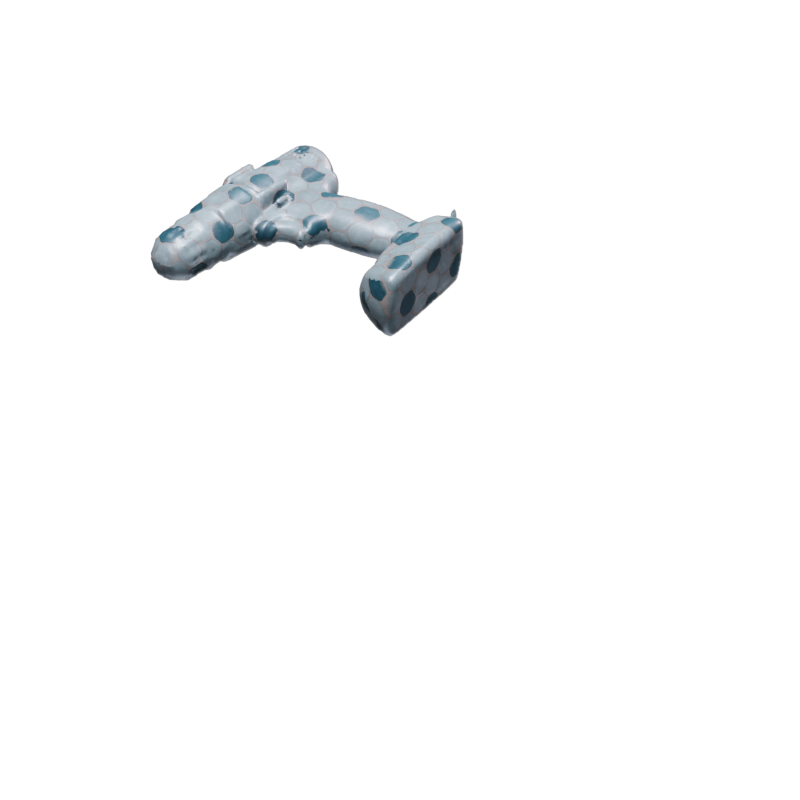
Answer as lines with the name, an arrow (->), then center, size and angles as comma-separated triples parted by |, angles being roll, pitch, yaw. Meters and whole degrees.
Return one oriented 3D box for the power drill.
power drill -> -0.064, -0.116, 0.814 | 0.198, 0.053, 0.187 | 26, 47, 27
